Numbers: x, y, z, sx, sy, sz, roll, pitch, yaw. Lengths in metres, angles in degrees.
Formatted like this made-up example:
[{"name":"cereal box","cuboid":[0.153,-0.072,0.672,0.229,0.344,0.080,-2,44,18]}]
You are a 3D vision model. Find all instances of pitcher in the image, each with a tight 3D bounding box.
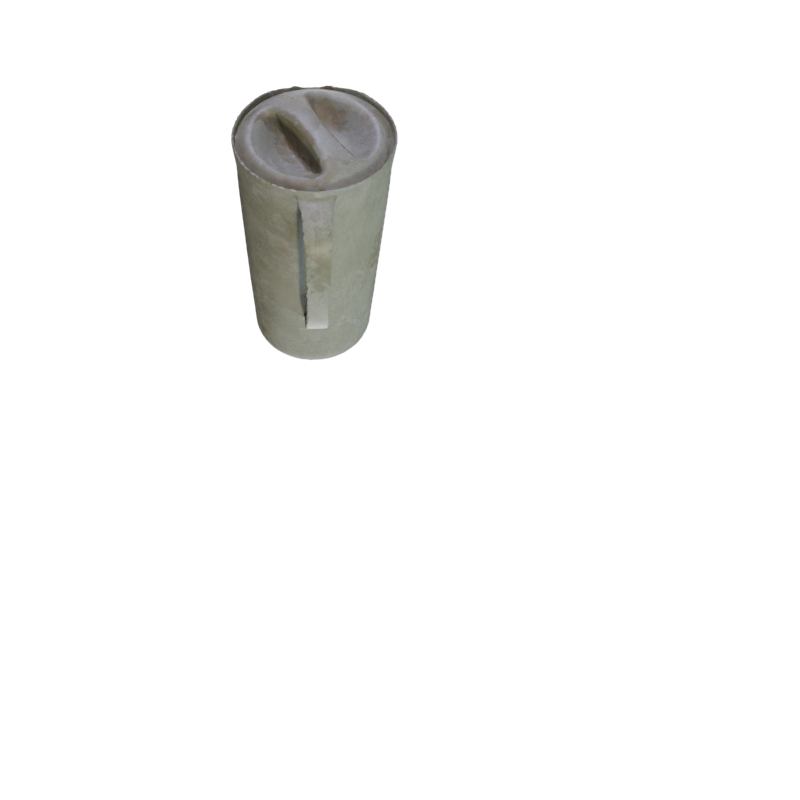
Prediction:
[{"name":"pitcher","cuboid":[-0.075,-0.137,0.963,0.153,0.227,0.151,34,57,22]}]
